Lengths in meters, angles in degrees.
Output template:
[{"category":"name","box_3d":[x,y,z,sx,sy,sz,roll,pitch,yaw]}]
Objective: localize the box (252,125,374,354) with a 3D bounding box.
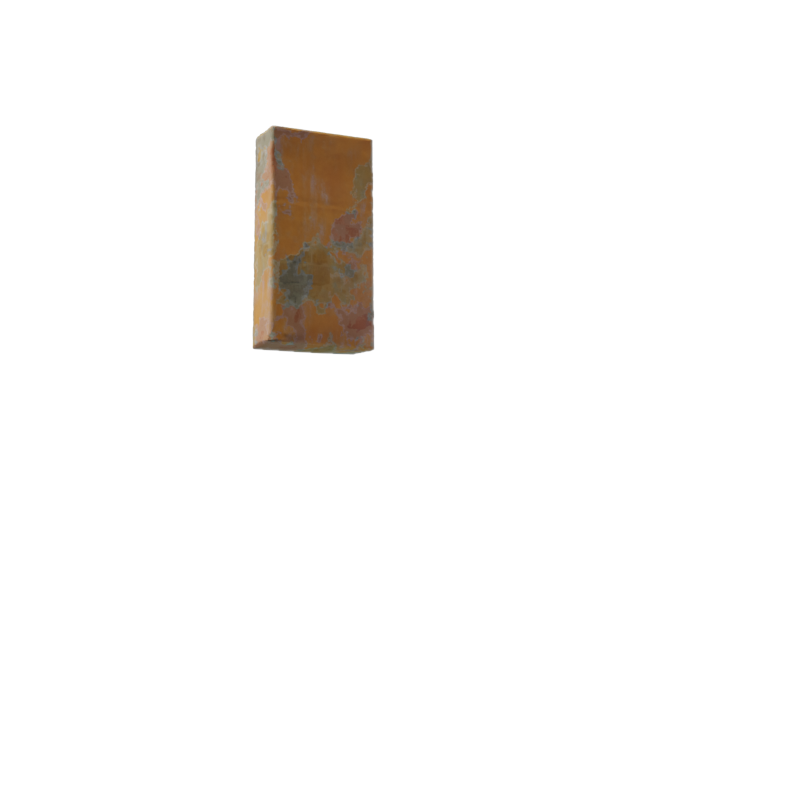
[{"category":"box","box_3d":[-0.070,-0.128,0.898,0.090,0.182,0.048,5,-14,-25]}]
